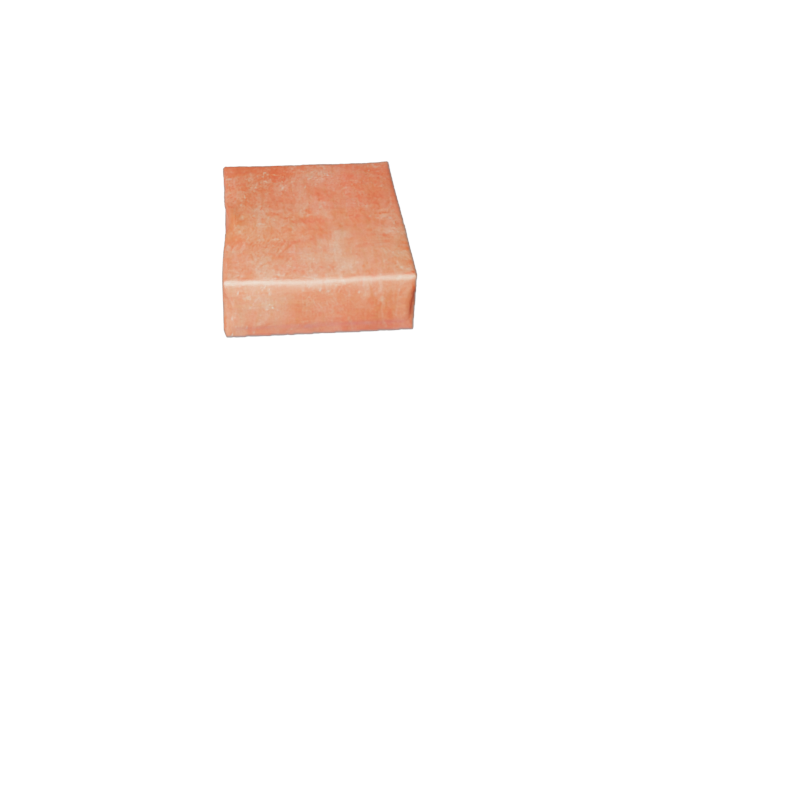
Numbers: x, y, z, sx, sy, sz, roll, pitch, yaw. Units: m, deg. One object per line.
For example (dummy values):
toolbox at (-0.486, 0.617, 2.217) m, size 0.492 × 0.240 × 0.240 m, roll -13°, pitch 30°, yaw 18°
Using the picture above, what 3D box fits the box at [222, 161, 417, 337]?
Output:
box at (-0.035, -0.064, 0.451) m, size 0.073 × 0.028 × 0.096 m, roll -3°, pitch 39°, yaw -4°
